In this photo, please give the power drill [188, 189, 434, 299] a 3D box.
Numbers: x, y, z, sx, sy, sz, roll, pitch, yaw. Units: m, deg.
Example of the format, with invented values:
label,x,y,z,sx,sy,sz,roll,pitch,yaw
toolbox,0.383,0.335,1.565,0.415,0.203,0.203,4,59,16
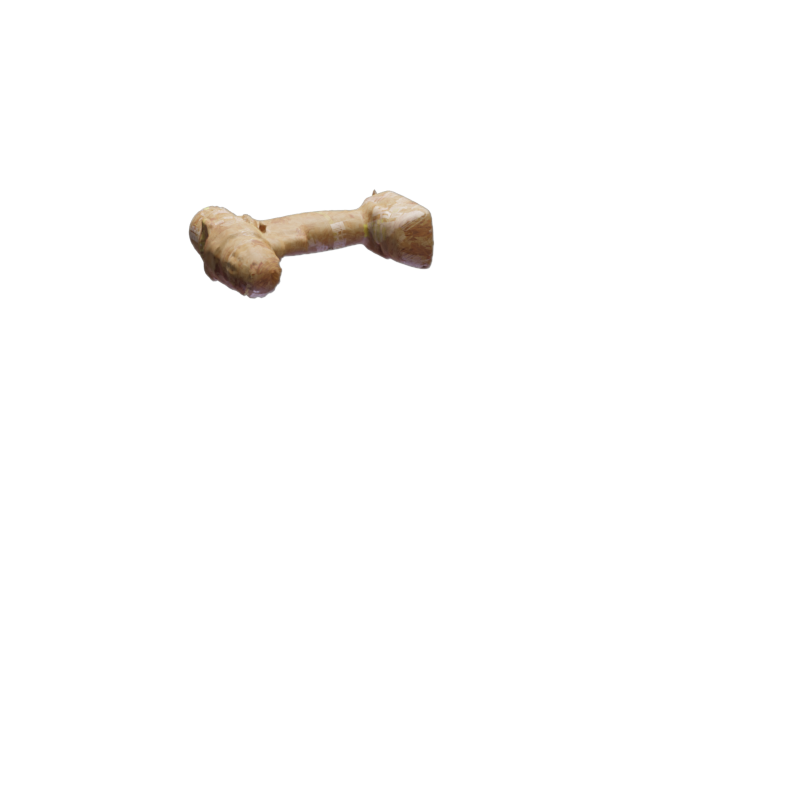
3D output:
label,x,y,z,sx,sy,sz,roll,pitch,yaw
power drill,-0.072,-0.131,0.915,0.184,0.055,0.196,-7,22,-18
